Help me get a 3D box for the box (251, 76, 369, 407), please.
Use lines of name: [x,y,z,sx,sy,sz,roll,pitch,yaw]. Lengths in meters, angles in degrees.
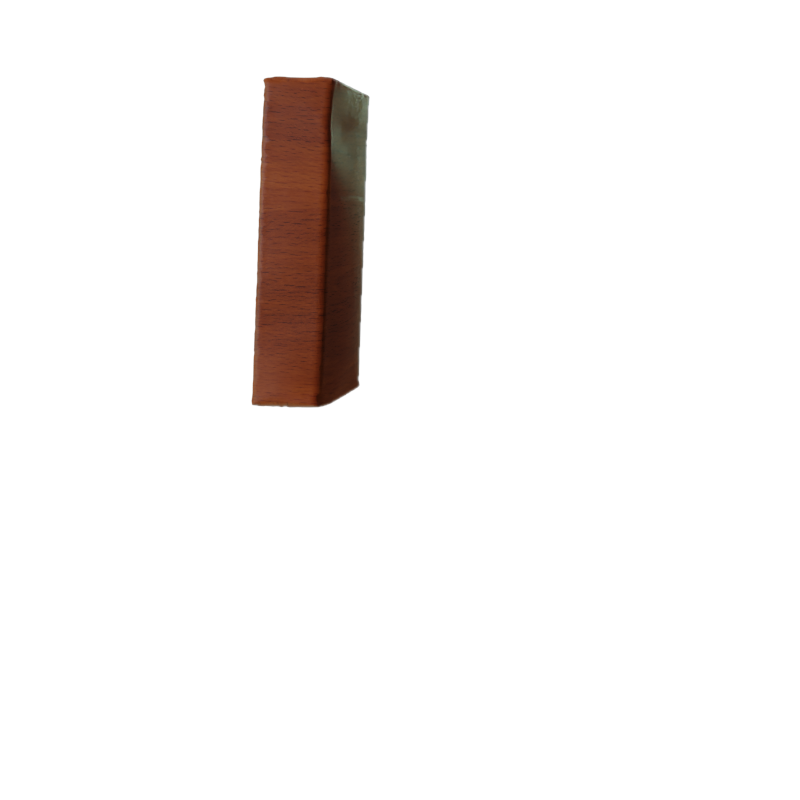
box: [-0.049,-0.089,0.626,0.049,0.176,0.092,0,2,12]
